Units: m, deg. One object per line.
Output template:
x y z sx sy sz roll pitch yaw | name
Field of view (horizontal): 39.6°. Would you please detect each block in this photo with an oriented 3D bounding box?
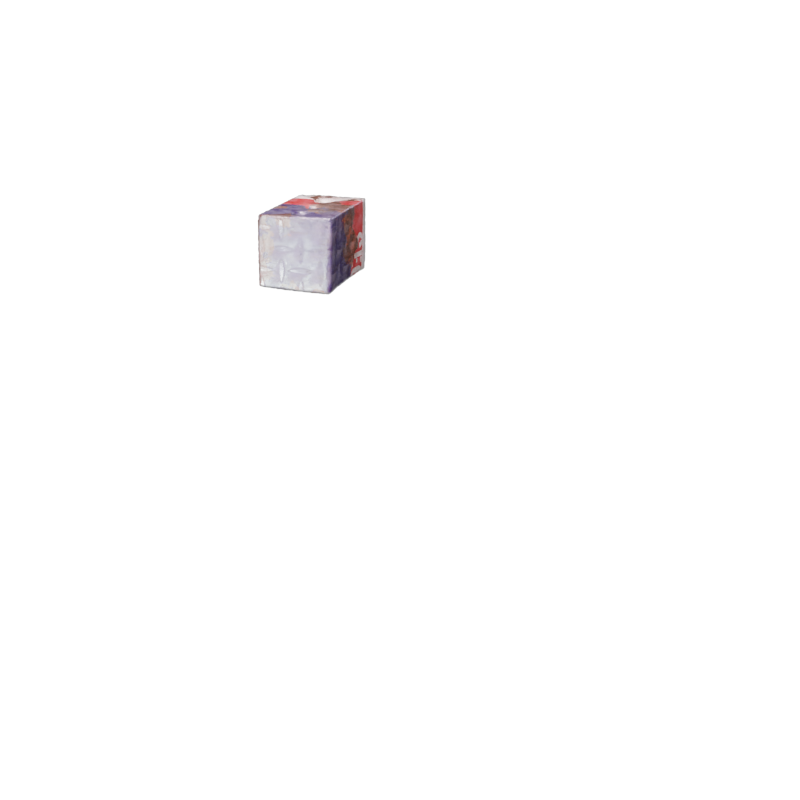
-0.060 -0.109 0.763 0.054 0.049 0.079 6 19 16 | block
